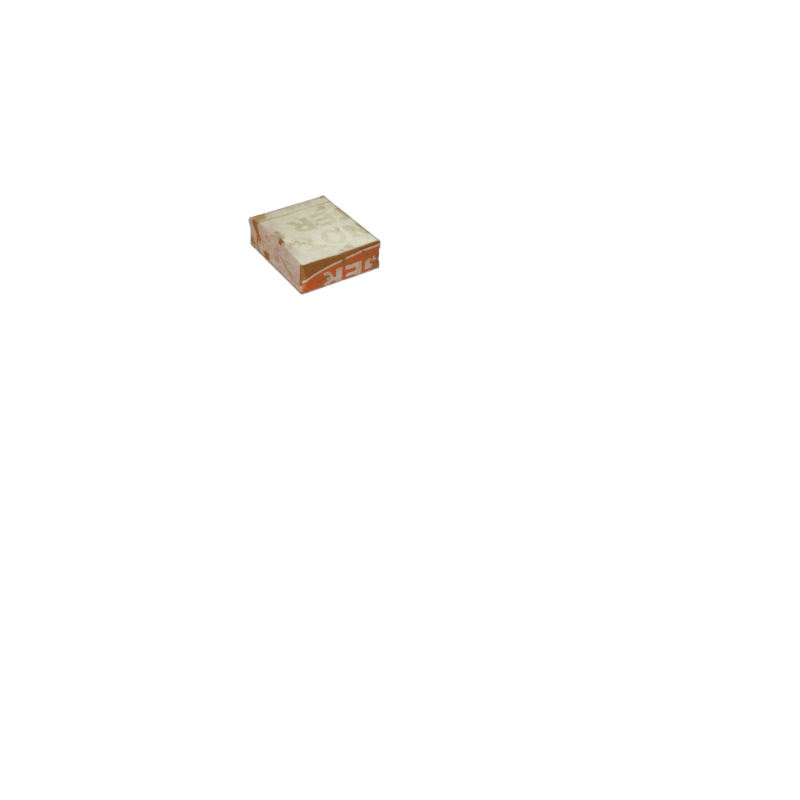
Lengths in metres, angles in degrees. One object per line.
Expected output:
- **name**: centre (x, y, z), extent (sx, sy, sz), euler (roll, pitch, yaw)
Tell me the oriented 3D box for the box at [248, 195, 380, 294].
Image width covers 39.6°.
- **box**: centre (-0.070, -0.127, 0.892), extent (0.072, 0.028, 0.096), euler (-21, 42, -25)
